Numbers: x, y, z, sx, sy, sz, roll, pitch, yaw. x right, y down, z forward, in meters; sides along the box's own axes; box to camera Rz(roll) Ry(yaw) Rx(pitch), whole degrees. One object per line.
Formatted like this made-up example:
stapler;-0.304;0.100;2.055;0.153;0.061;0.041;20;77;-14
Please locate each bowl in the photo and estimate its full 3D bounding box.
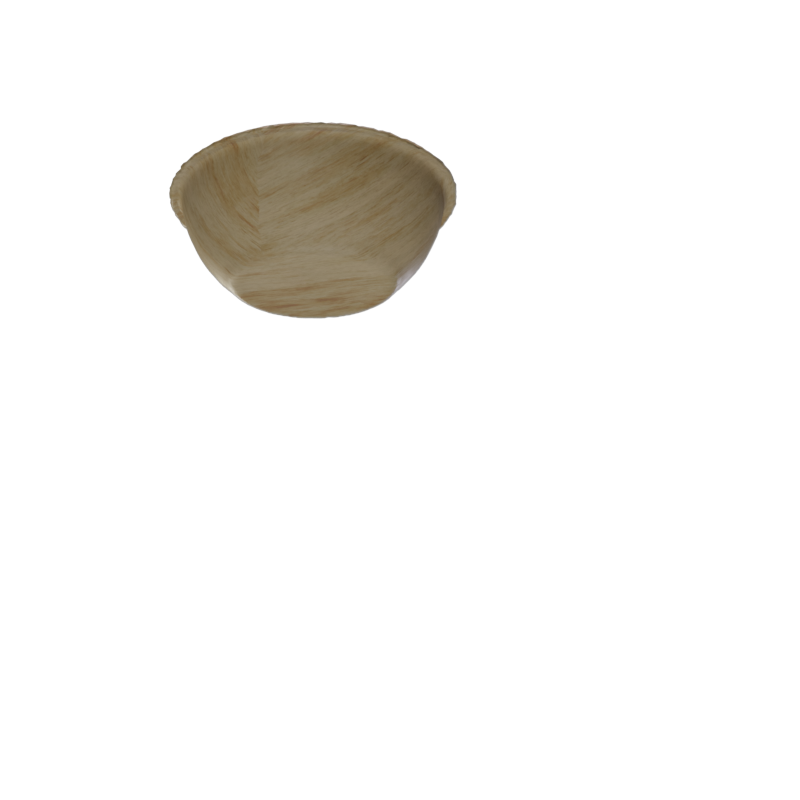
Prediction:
bowl;-0.048;-0.088;0.614;0.162;0.058;0.154;1;-21;-2
